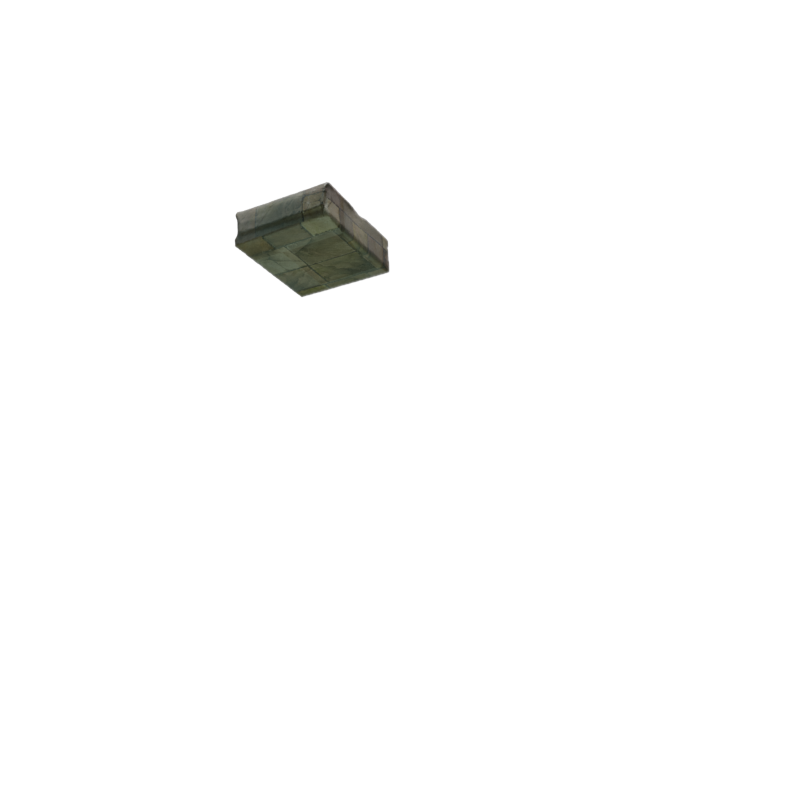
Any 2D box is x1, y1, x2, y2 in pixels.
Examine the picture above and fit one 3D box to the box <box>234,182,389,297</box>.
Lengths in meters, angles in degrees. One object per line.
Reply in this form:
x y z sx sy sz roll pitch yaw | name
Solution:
-0.060 -0.109 0.761 0.074 0.032 0.083 -14 -29 26 | box
